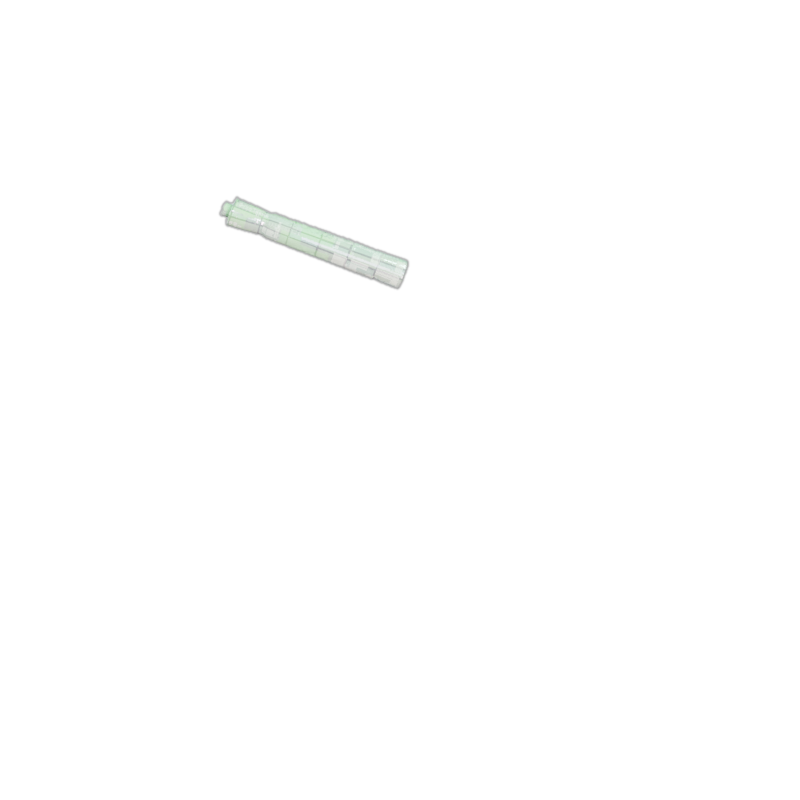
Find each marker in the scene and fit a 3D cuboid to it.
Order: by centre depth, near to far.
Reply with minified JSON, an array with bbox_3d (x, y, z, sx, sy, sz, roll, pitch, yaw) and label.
[{"bbox_3d":[-0.054,-0.099,0.693,0.121,0.020,0.020,21,4,1],"label":"marker"}]
